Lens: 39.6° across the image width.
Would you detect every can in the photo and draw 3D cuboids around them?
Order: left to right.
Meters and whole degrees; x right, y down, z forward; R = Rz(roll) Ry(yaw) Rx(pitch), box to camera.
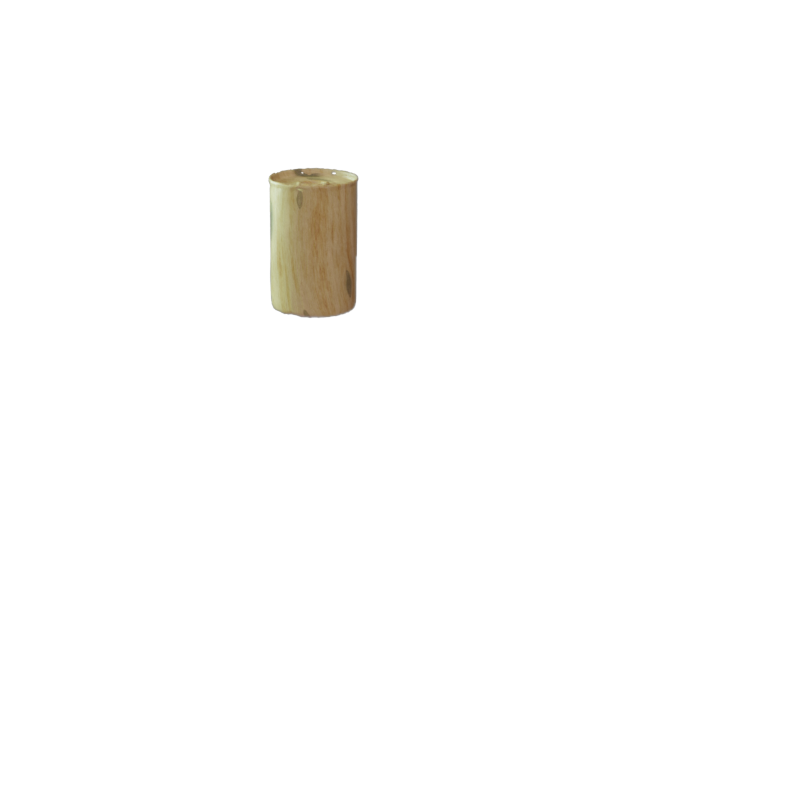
[{"bbox_3d":[-0.066,-0.121,0.847,0.068,0.099,0.071,0,17,-2],"label":"can"}]
